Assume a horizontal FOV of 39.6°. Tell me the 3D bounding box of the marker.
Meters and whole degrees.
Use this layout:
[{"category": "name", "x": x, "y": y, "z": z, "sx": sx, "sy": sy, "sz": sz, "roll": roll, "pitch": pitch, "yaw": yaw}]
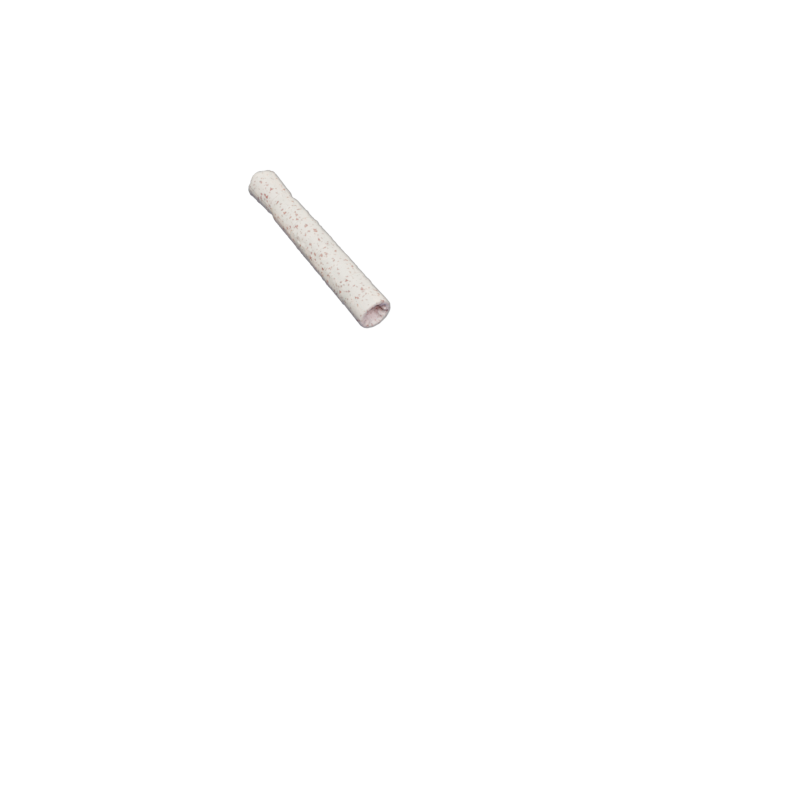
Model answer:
[{"category": "marker", "x": -0.046, "y": -0.085, "z": 0.592, "sx": 0.019, "sy": 0.019, "sz": 0.130, "roll": -2, "pitch": 42, "yaw": -42}]
